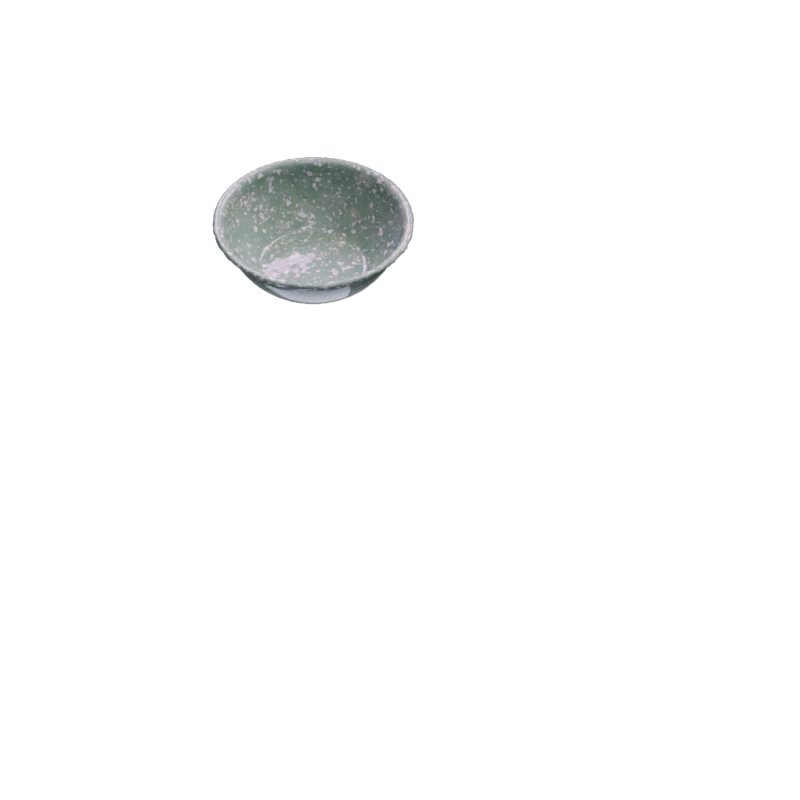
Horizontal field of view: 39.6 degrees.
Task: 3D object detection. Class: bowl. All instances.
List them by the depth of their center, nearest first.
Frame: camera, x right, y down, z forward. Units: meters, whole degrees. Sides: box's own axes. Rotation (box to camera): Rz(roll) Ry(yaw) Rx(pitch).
[{"bbox_3d":[-0.071,-0.129,0.905,0.162,0.174,0.051,-1,-44,-1],"label":"bowl"}]
